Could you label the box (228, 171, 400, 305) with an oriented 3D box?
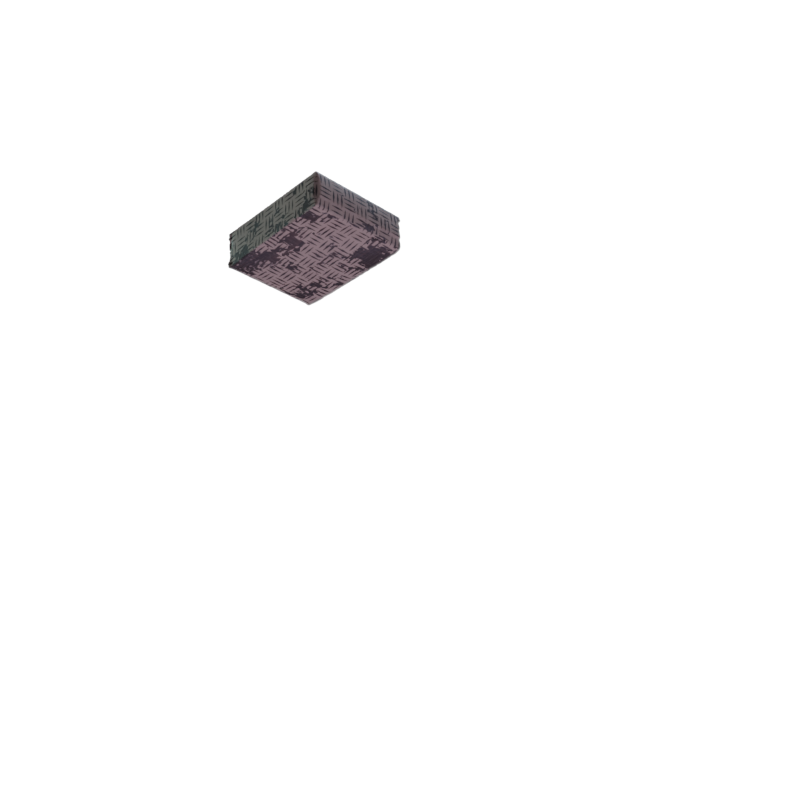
[{"bbox_3d":[-0.069,-0.127,0.887,0.084,0.042,0.113,27,-42,-35],"label":"box"}]
